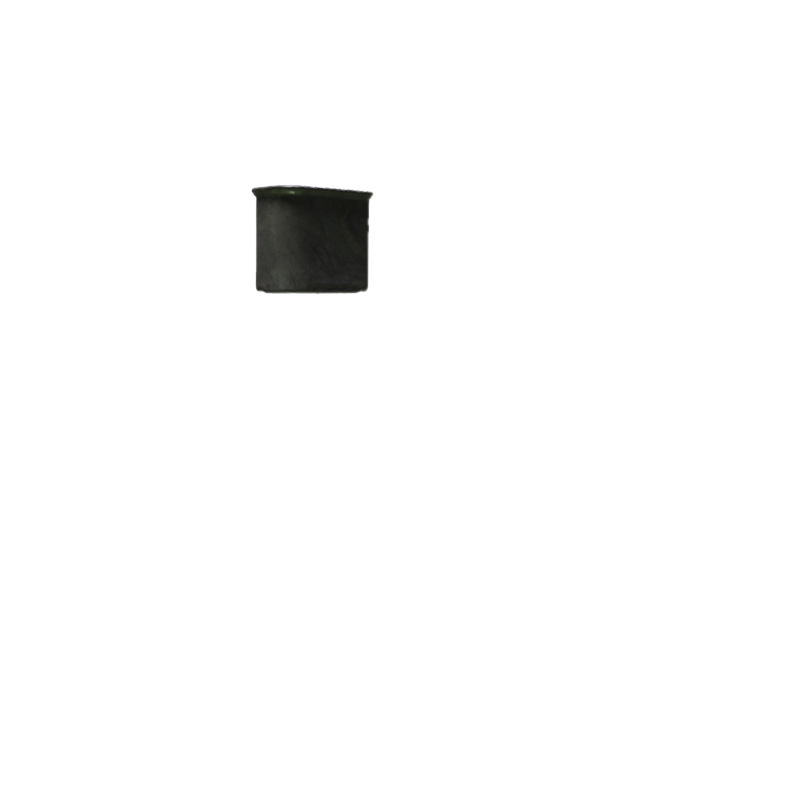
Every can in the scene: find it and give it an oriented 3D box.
[{"bbox_3d":[-0.070,-0.128,0.895,0.098,0.084,0.060,-2,2,-45],"label":"can"}]
